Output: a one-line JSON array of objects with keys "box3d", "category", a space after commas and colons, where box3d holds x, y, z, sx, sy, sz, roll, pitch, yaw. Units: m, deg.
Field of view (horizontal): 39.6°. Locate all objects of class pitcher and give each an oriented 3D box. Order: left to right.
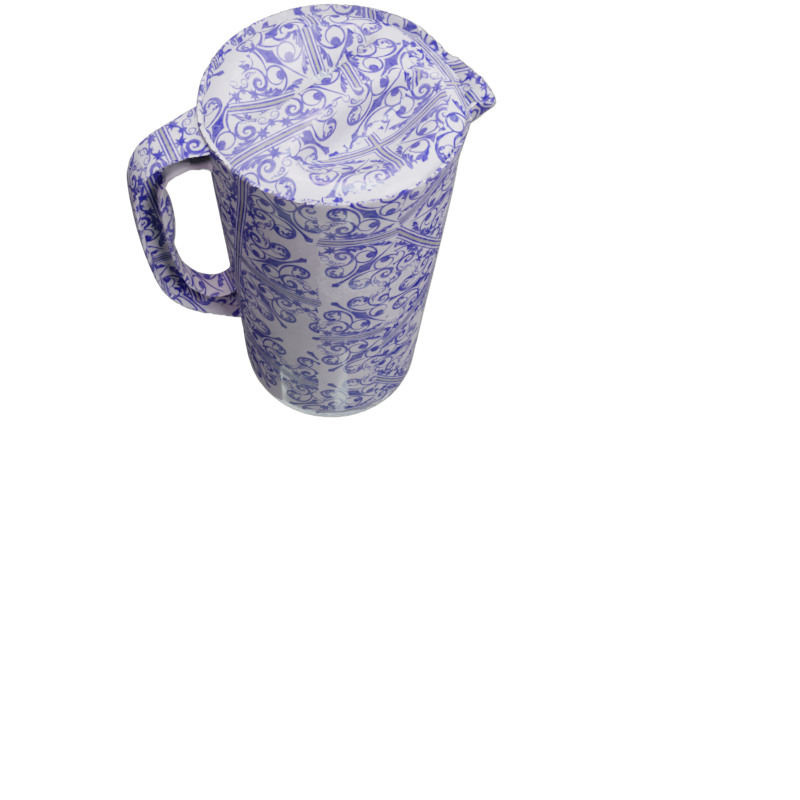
[{"box3d": [-0.049, -0.089, 0.623, 0.154, 0.150, 0.228, 25, -30, 12], "category": "pitcher"}]
